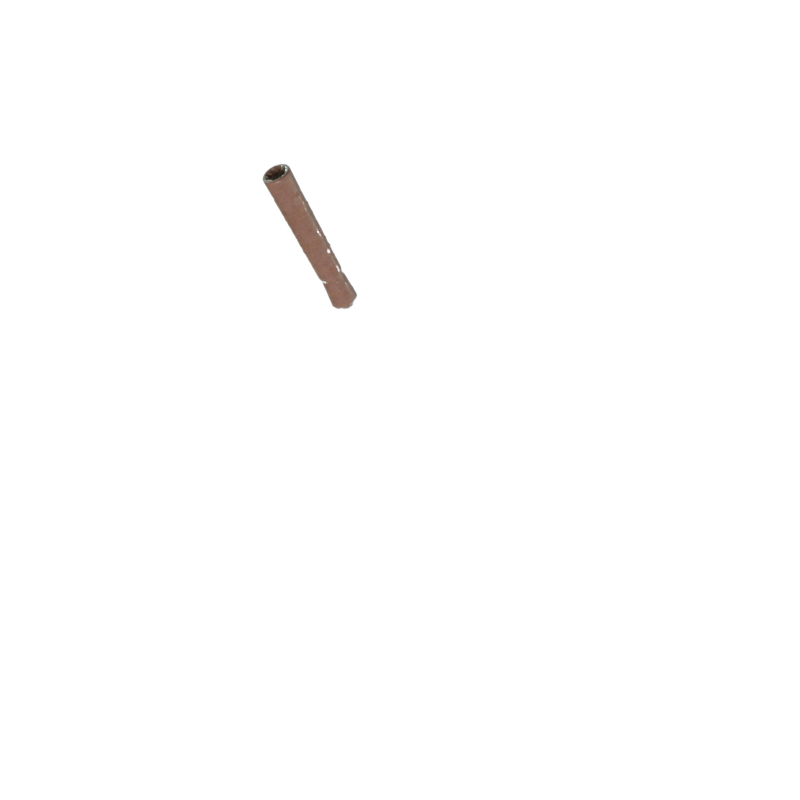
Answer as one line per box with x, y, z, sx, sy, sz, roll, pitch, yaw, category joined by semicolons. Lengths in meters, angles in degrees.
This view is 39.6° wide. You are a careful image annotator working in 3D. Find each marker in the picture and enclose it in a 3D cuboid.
-0.057;-0.104;0.731;0.020;0.112;0.021;-18;40;14;marker
